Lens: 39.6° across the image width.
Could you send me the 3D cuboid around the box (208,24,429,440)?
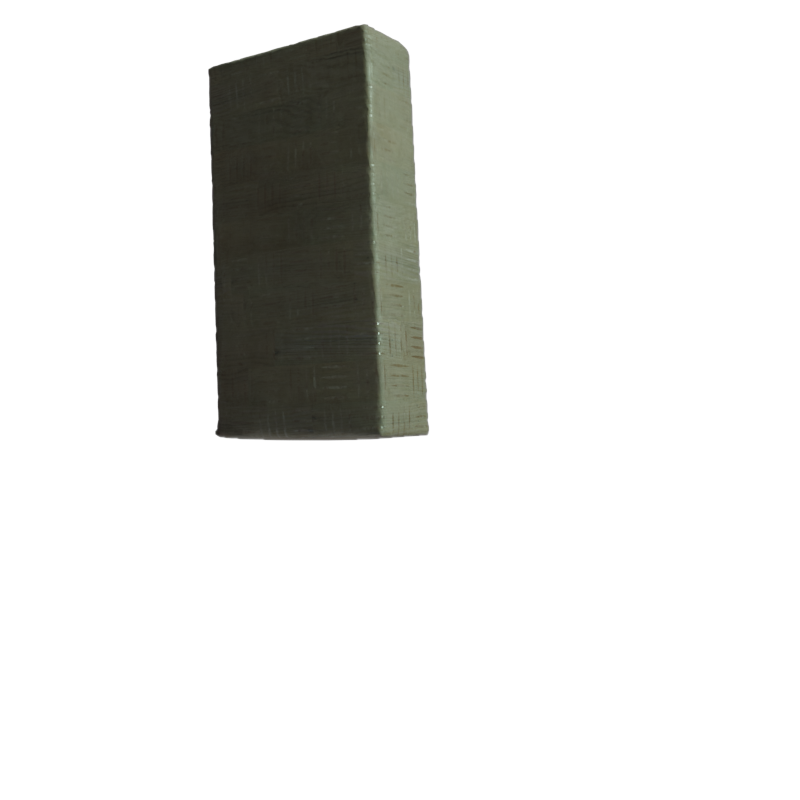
[{"bbox_3d":[-0.039,-0.071,0.501,0.096,0.181,0.045,-7,-12,33],"label":"box"}]
